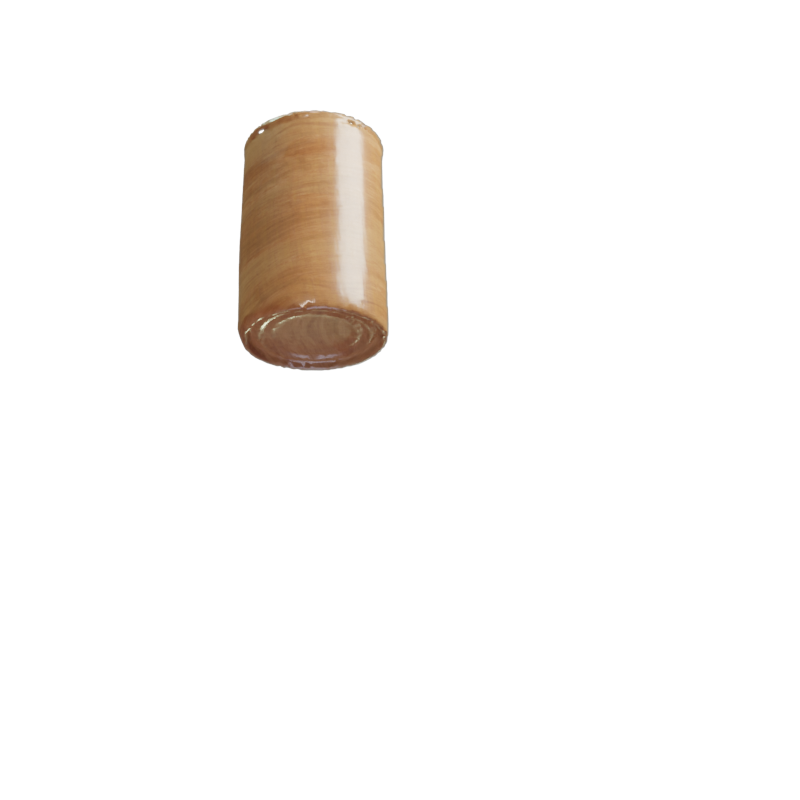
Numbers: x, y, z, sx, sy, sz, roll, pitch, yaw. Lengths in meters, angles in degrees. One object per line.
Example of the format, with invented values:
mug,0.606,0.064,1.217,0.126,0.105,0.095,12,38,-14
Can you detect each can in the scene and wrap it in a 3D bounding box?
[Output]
can,-0.040,-0.073,0.514,0.068,0.109,0.065,0,-28,-2
